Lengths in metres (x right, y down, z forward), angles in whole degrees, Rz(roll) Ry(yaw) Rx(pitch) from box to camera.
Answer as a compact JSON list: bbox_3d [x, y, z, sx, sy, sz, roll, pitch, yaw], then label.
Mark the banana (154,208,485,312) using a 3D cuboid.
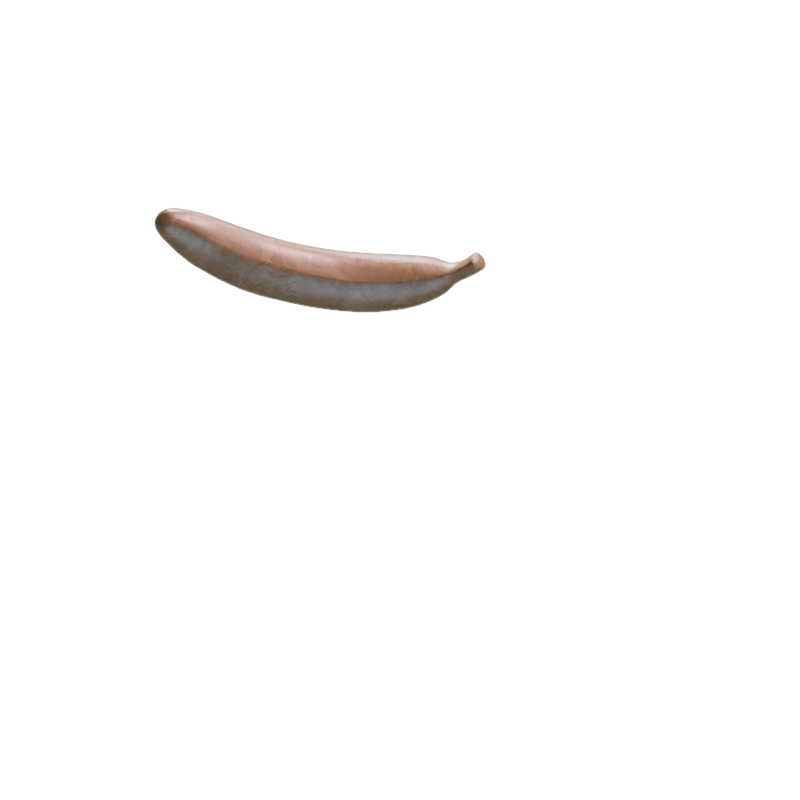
[{"bbox_3d":[-0.053,-0.085,0.682,0.195,0.039,0.066,6,-38,-8],"label":"banana"}]
